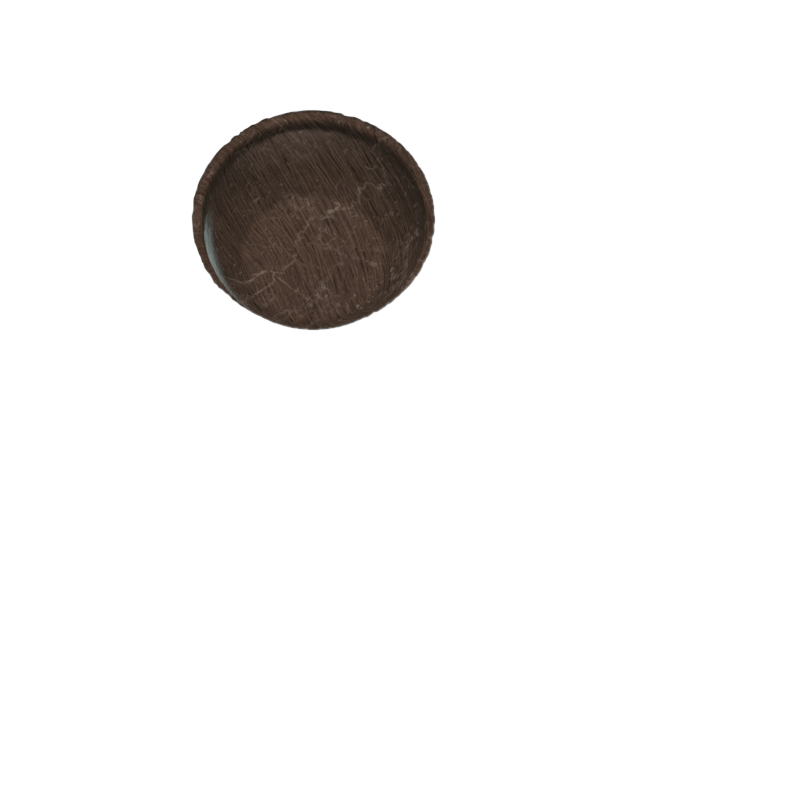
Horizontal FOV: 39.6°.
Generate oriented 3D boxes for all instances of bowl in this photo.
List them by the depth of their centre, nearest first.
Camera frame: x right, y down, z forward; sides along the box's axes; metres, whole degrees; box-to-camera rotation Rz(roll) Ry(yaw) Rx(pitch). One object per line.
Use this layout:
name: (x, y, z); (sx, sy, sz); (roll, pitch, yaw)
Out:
bowl: (-0.056, -0.102, 0.714); (0.162, 0.153, 0.058); (1, 30, -1)
